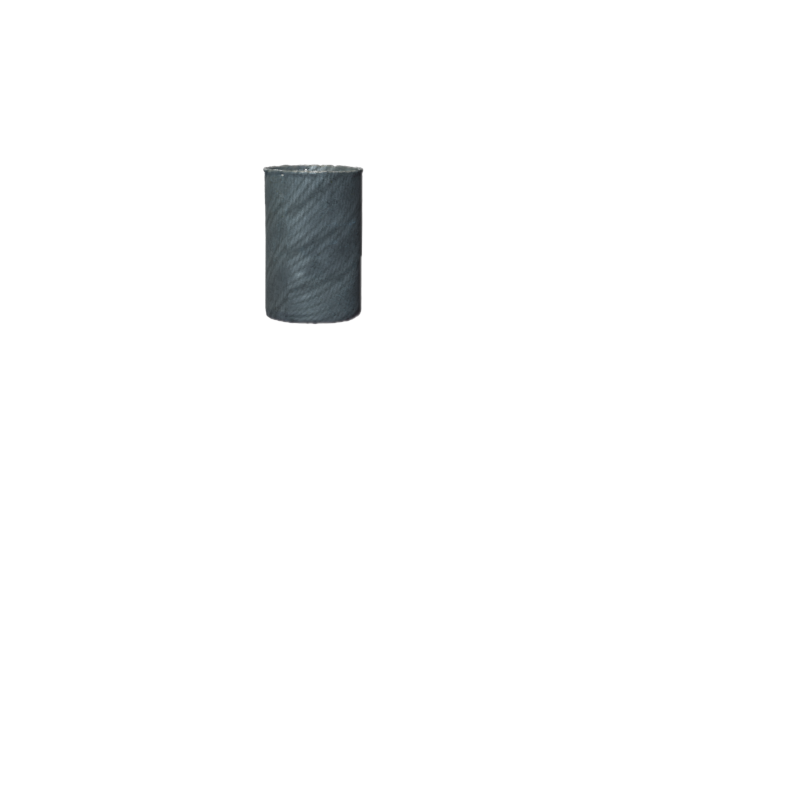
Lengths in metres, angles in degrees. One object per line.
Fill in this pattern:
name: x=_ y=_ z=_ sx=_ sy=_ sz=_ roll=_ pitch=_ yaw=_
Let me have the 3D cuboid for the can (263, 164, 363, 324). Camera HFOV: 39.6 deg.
can: x=-0.059 y=-0.108 z=0.759 sx=0.068 sy=0.100 sz=0.070 roll=0 pitch=10 yaw=-2
